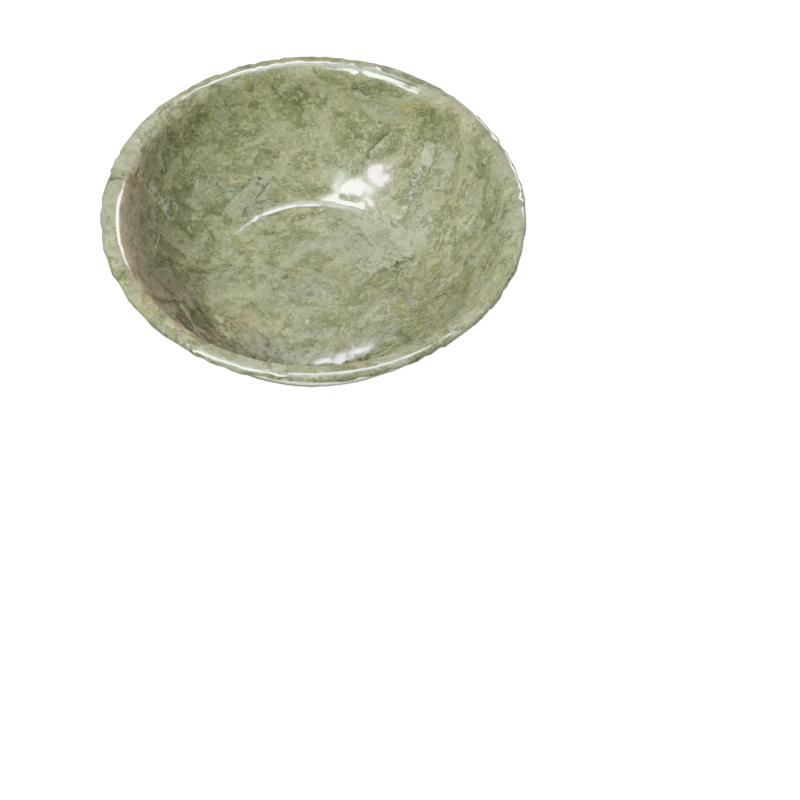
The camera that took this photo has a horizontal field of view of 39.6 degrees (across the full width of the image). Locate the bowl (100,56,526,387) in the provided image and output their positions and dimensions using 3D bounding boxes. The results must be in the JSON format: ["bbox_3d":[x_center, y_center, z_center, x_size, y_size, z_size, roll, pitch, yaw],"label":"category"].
[{"bbox_3d":[-0.035,-0.063,0.441,0.162,0.174,0.051,-1,-36,-1],"label":"bowl"}]
